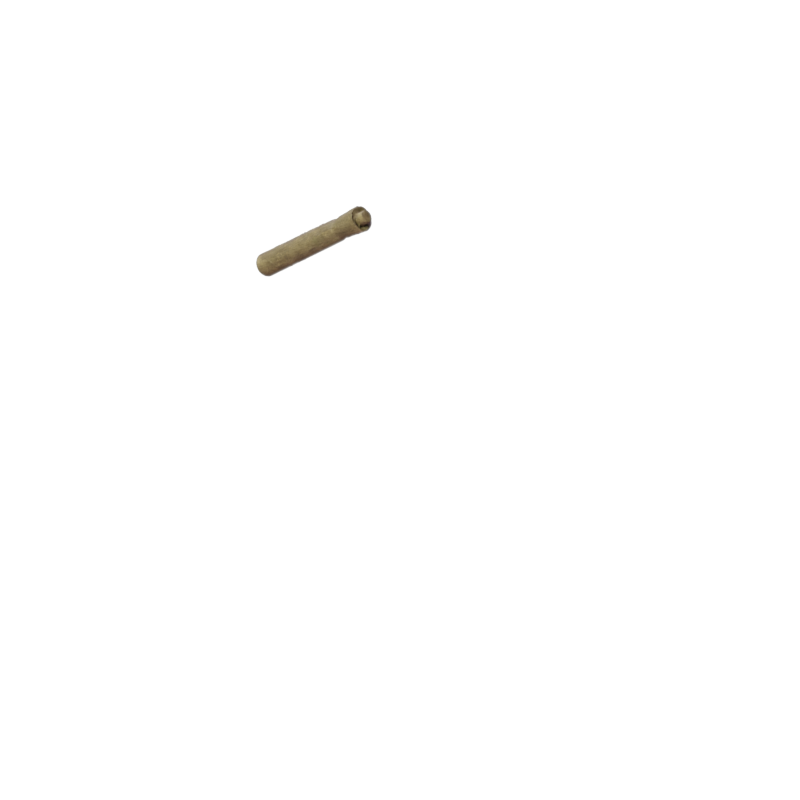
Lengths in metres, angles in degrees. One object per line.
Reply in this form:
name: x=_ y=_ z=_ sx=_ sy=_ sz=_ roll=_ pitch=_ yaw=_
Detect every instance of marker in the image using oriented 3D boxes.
marker: x=-0.064 y=-0.116 z=0.816 sx=0.019 sy=0.020 sz=0.122 roll=-3 pitch=-9 yaw=-43
